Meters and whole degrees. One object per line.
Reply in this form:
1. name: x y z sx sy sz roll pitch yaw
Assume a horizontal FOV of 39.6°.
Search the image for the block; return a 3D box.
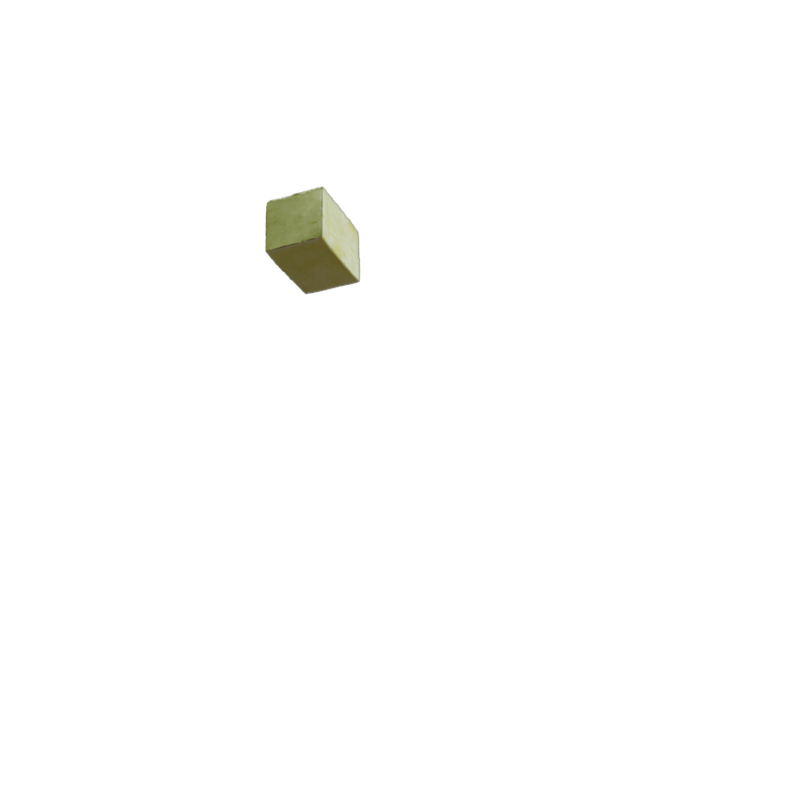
1. block: -0.072 -0.131 0.915 0.053 0.055 0.072 -12 -30 19
